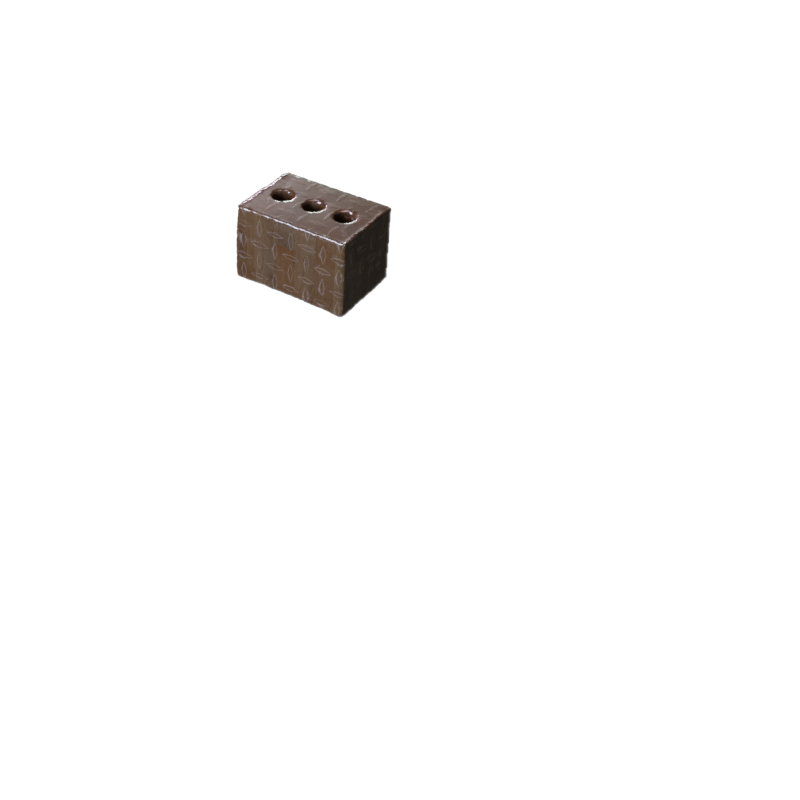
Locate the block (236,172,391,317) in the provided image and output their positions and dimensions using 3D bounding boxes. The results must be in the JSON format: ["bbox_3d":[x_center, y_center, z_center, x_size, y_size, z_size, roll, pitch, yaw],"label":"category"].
[{"bbox_3d":[-0.052,-0.094,0.658,0.082,0.048,0.054,22,41,25],"label":"block"}]
